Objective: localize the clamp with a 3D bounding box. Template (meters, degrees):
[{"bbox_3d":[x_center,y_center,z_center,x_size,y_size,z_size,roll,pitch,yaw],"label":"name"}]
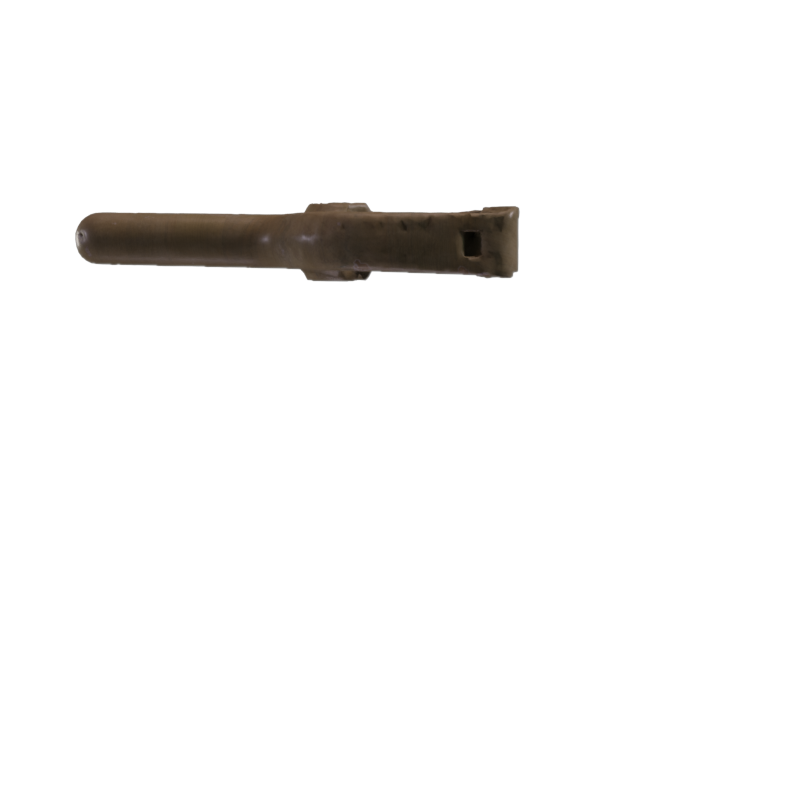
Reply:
[{"bbox_3d":[-0.040,-0.073,0.511,0.159,0.036,0.219,-6,10,-38],"label":"clamp"}]
